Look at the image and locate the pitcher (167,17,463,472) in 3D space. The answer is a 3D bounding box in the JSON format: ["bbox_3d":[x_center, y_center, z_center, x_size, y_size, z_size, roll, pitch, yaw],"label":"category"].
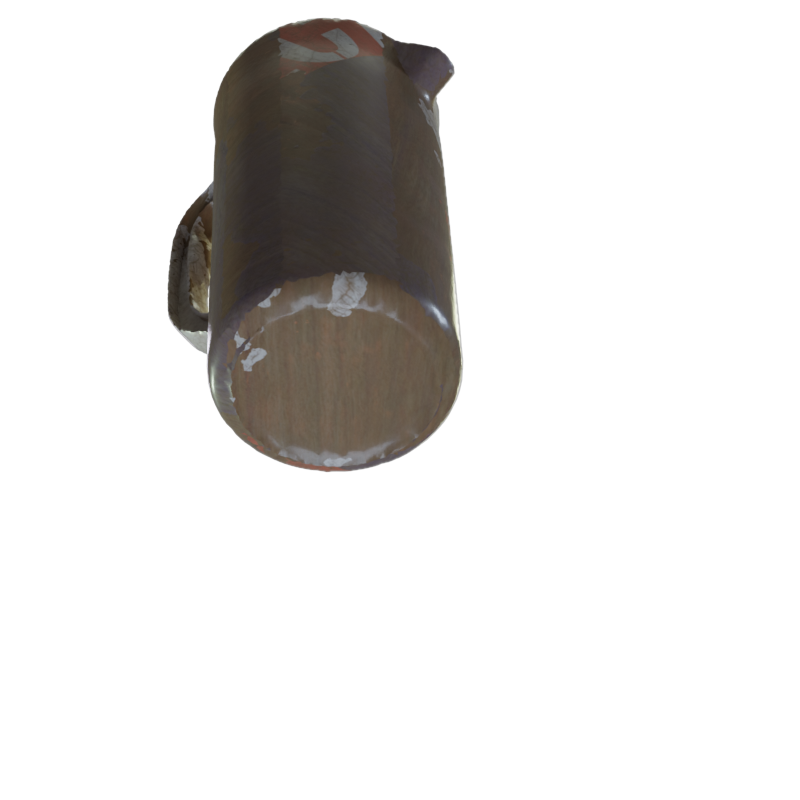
[{"bbox_3d":[-0.044,-0.080,0.560,0.143,0.141,0.260,7,37,-9],"label":"pitcher"}]
